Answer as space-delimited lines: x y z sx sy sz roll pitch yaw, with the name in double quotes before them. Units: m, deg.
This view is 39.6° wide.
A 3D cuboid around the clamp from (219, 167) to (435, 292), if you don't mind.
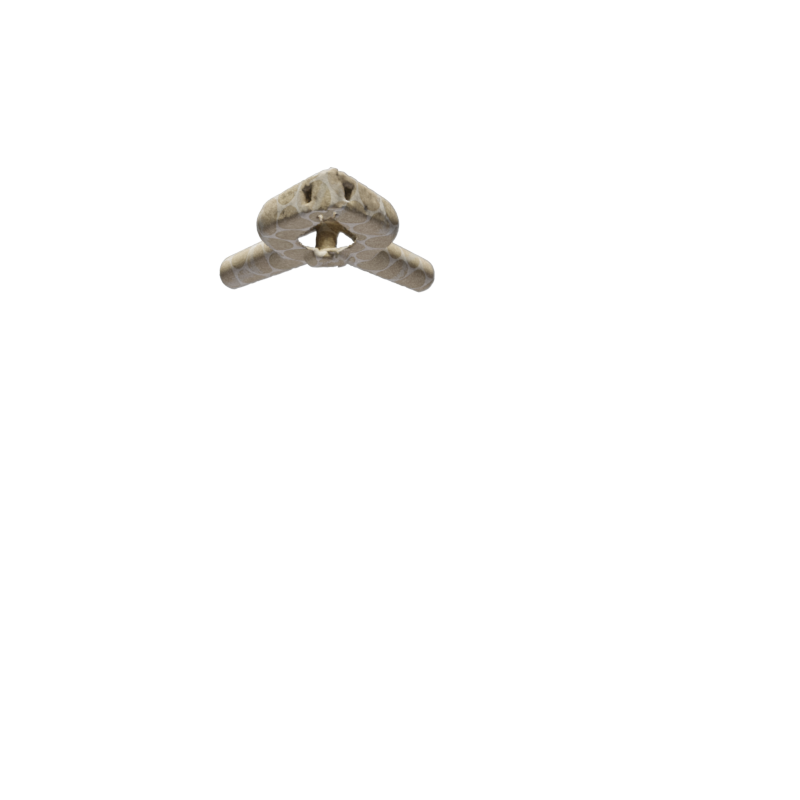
"clamp" -0.061 -0.111 0.775 0.166 0.038 0.202 -1 -10 5
